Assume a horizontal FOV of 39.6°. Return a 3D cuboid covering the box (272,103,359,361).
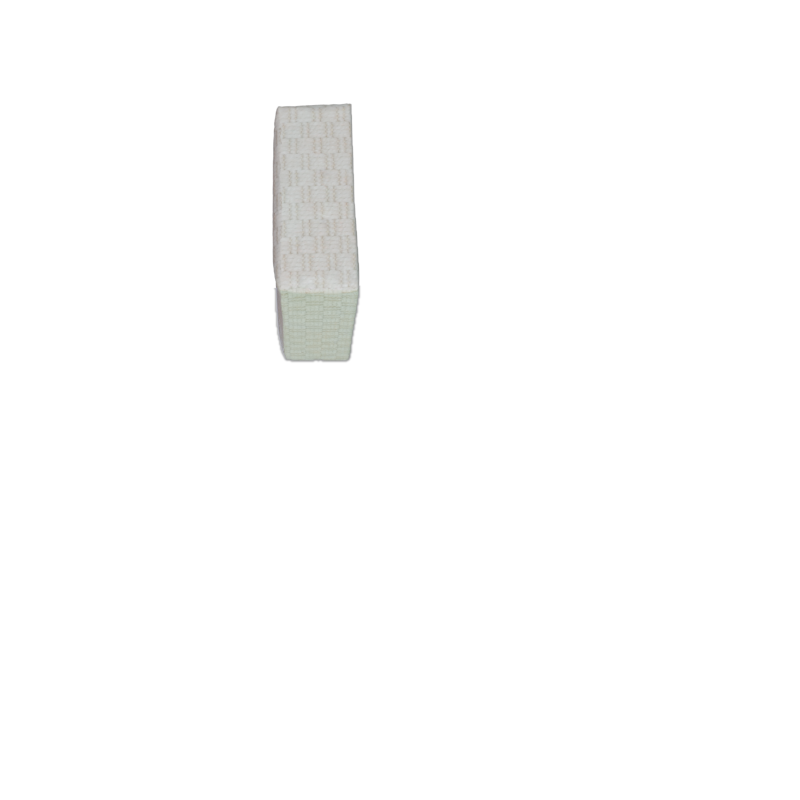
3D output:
[{"bbox_3d":[-0.076,-0.139,0.975,0.071,0.172,0.205,-2,-16,-4],"label":"box"}]
